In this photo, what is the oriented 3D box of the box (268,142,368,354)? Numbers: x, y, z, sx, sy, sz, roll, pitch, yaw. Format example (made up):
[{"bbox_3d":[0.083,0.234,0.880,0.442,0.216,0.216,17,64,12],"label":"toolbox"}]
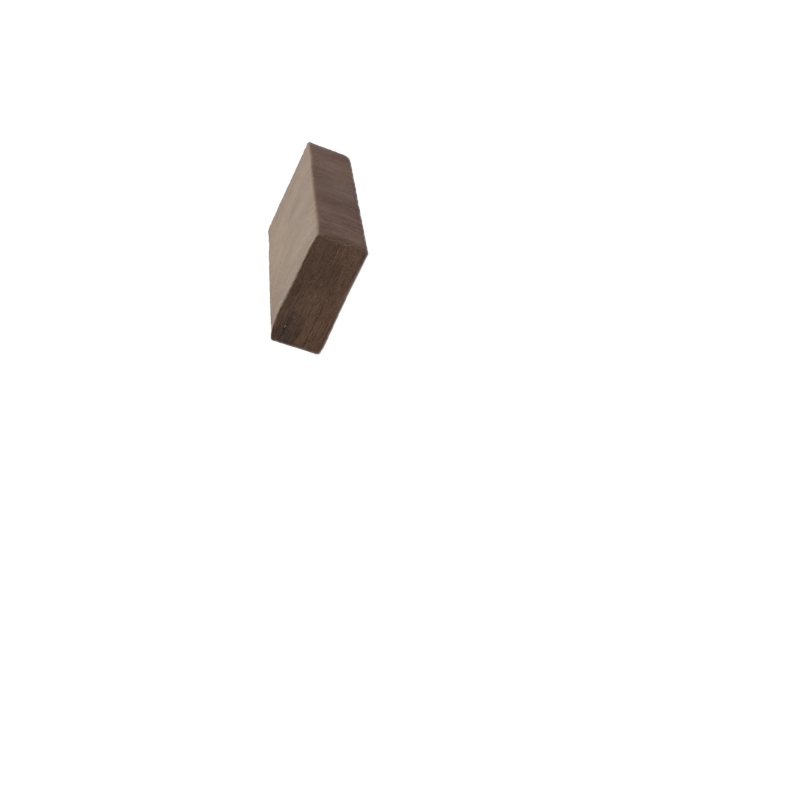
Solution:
[{"bbox_3d":[-0.066,-0.122,0.853,0.047,0.090,0.187,20,28,-16],"label":"box"}]
